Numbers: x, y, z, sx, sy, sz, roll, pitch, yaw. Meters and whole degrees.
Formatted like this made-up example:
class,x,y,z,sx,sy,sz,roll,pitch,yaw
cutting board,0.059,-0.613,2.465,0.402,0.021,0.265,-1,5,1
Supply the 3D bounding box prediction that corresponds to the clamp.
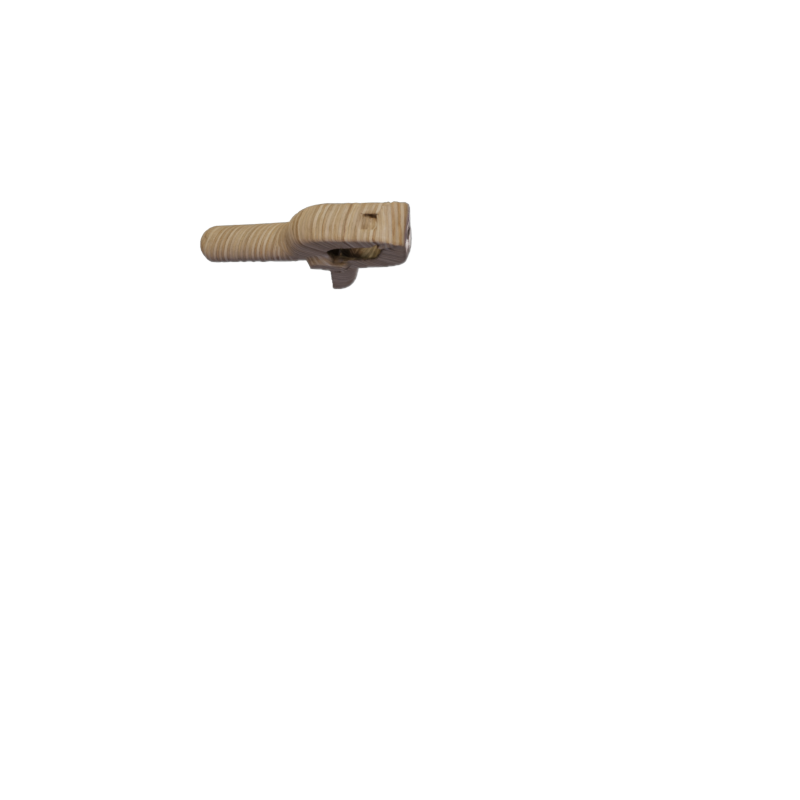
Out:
class,x,y,z,sx,sy,sz,roll,pitch,yaw
clamp,-0.057,-0.103,0.723,0.116,0.040,0.173,3,-7,-24
